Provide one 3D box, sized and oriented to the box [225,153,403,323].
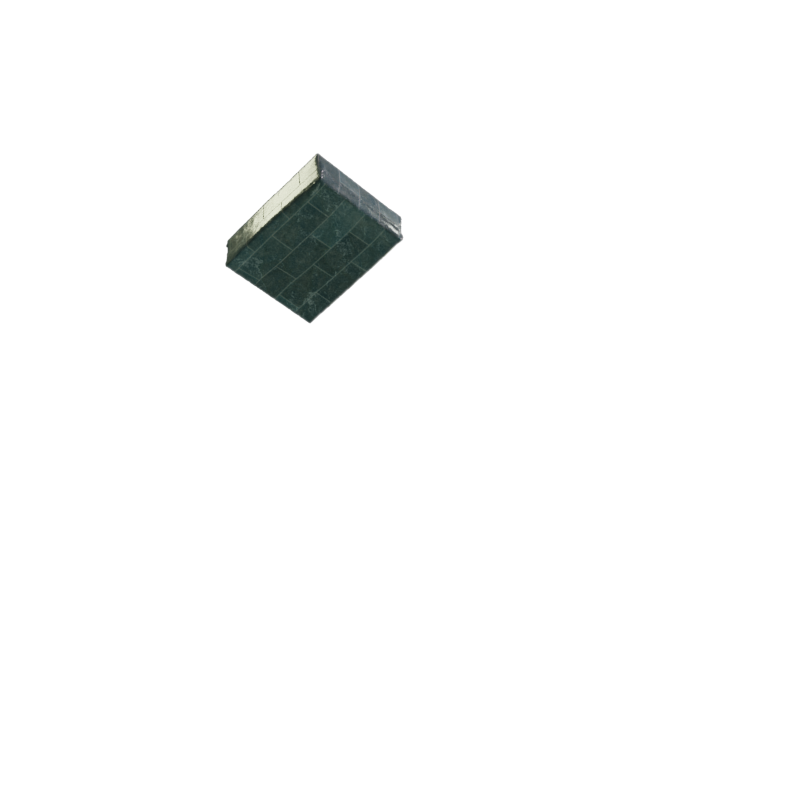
[{"bbox_3d":[-0.068,-0.124,0.865,0.085,0.042,0.112,36,-59,-27],"label":"box"}]
